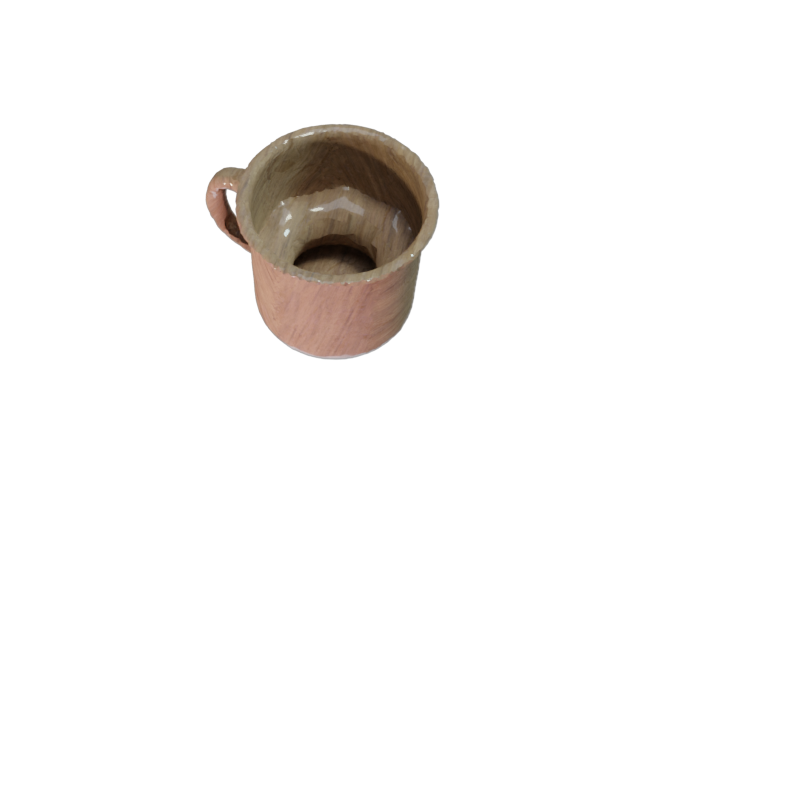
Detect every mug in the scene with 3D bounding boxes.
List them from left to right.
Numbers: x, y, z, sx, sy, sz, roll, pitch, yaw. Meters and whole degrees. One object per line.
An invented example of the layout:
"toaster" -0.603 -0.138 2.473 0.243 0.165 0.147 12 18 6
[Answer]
"mug" -0.042 -0.077 0.539 0.120 0.097 0.076 21 -30 12
